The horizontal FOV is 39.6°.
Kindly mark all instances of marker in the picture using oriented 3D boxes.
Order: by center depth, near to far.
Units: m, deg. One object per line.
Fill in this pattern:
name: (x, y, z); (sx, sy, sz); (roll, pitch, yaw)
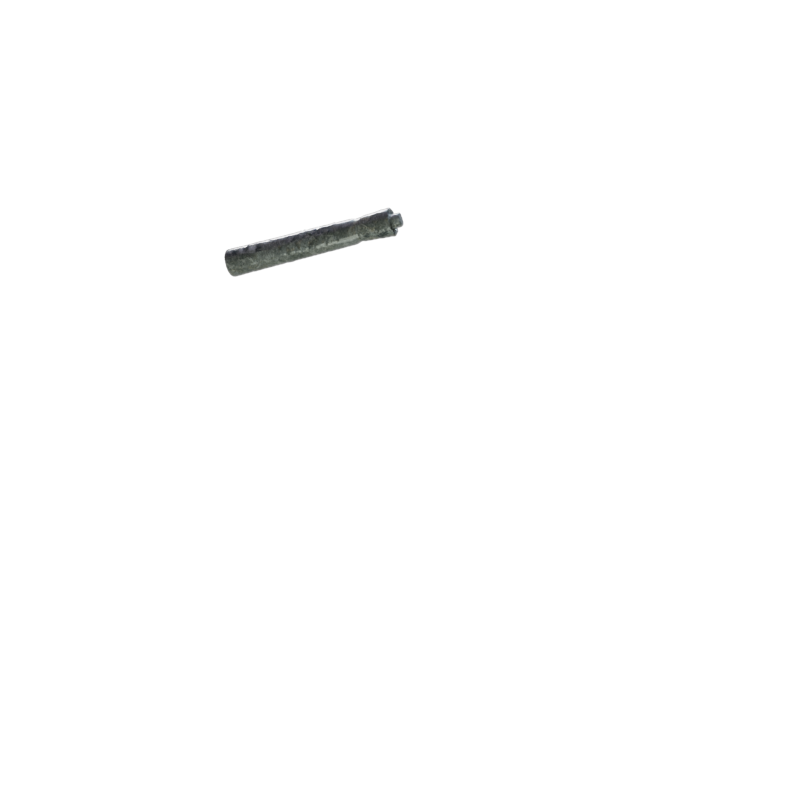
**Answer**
marker: (-0.056, -0.103, 0.719); (0.122, 0.020, 0.019); (-12, 0, 19)
